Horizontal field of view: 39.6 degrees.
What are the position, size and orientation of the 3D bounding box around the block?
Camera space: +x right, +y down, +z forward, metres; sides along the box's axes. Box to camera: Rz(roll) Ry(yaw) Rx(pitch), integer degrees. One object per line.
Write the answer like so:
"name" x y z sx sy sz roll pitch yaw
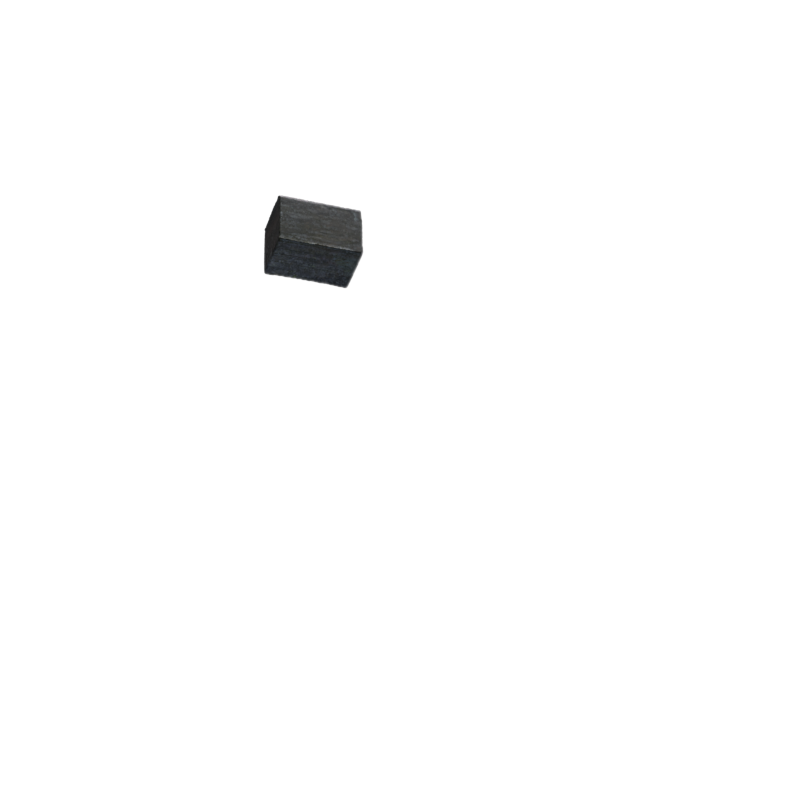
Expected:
"block" -0.076 -0.139 0.976 0.076 0.055 0.050 10 -38 -15
